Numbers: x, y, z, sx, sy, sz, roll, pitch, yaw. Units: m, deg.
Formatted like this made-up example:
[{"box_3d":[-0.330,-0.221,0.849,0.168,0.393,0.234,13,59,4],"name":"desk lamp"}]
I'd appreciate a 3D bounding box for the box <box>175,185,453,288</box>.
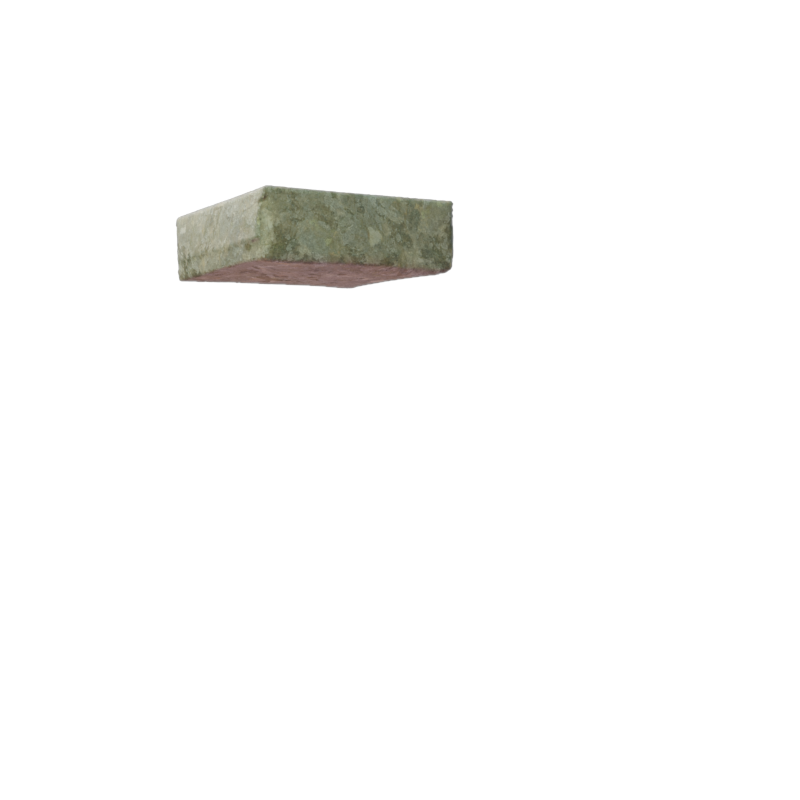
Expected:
[{"box_3d":[-0.043,-0.079,0.556,0.109,0.039,0.092,1,-2,-35],"name":"box"}]
